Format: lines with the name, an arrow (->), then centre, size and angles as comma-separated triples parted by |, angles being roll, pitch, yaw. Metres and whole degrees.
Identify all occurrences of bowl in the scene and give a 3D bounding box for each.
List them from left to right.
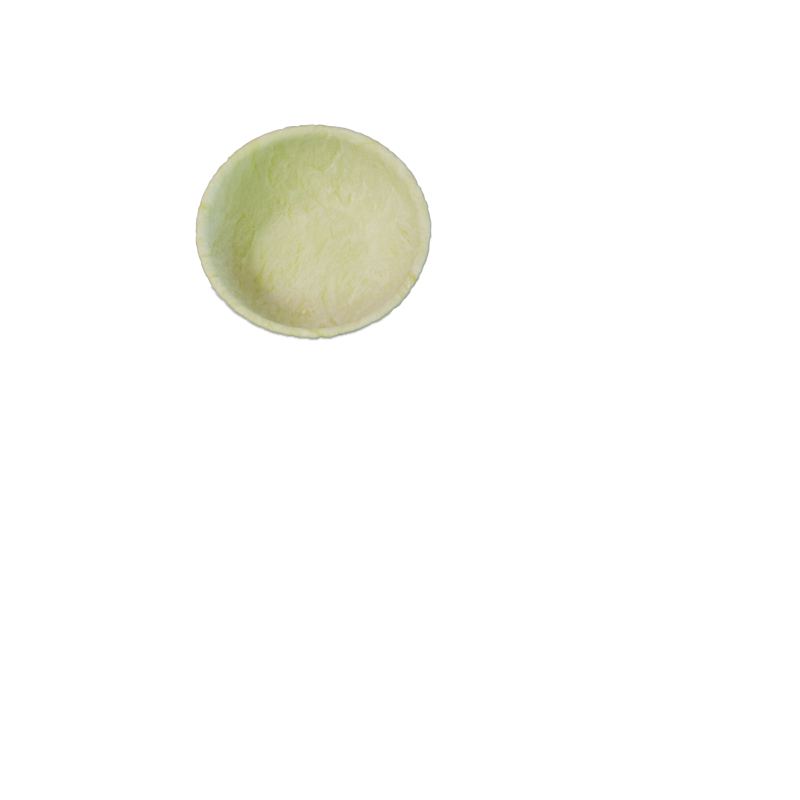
bowl -> -0.061, -0.112, 0.781 | 0.162, 0.171, 0.052 | -1, -22, -1
